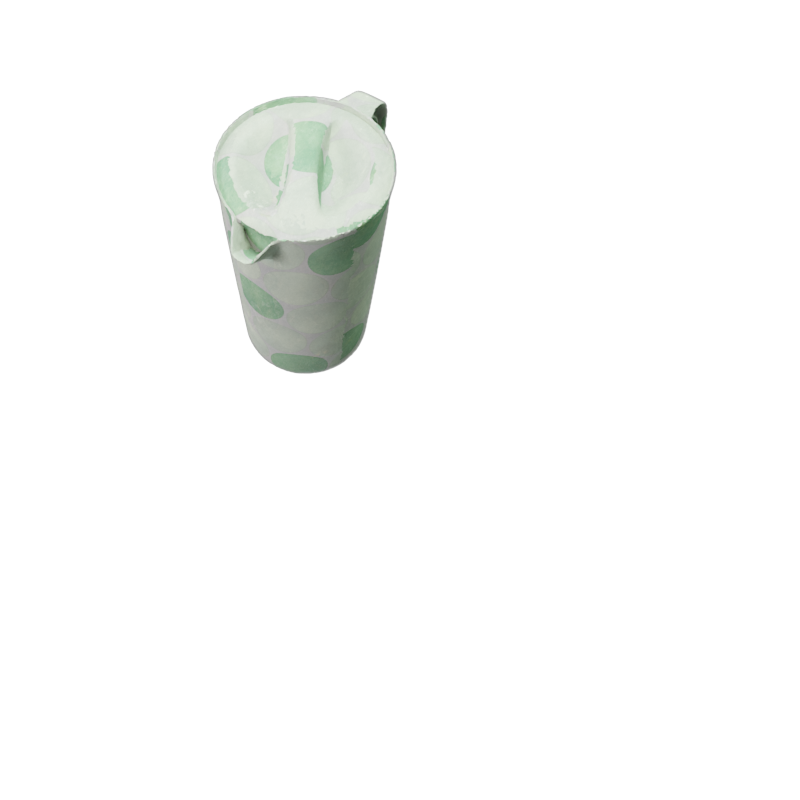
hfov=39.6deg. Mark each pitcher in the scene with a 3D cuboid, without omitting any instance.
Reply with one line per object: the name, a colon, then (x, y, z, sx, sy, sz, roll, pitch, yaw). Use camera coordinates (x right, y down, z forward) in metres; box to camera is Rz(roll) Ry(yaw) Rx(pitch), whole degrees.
pitcher: (-0.070, -0.129, 0.900, 0.148, 0.155, 0.229, -12, -27, -9)
